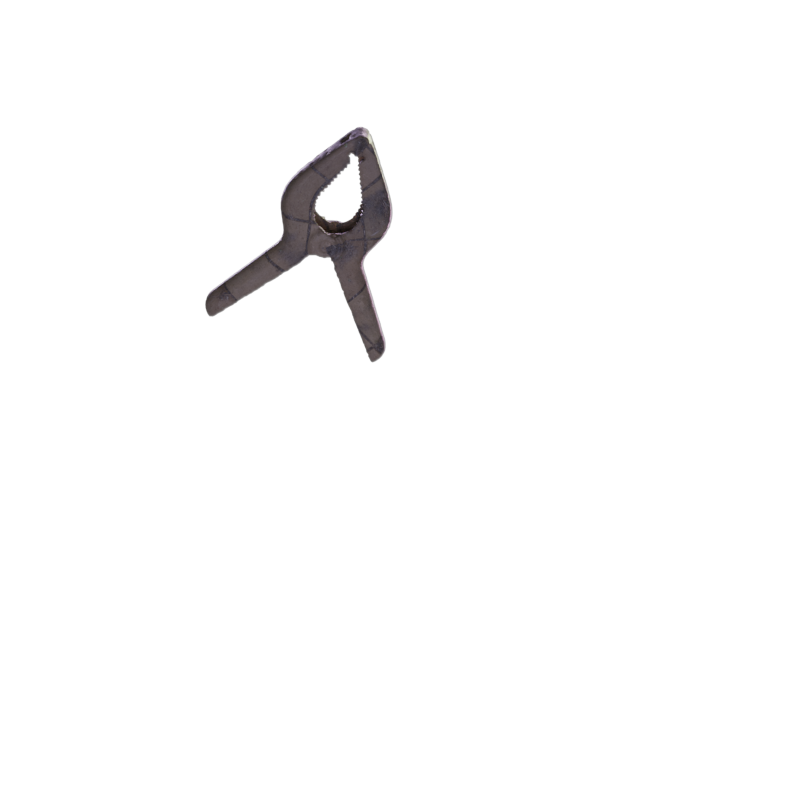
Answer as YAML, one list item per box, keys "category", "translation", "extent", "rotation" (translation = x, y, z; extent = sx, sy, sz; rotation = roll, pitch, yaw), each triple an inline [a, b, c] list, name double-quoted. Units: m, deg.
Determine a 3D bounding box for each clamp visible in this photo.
- category: "clamp"
  translation: [-0.074, -0.135, 0.947]
  extent: [0.163, 0.200, 0.038]
  rotation: [11, 26, -6]
